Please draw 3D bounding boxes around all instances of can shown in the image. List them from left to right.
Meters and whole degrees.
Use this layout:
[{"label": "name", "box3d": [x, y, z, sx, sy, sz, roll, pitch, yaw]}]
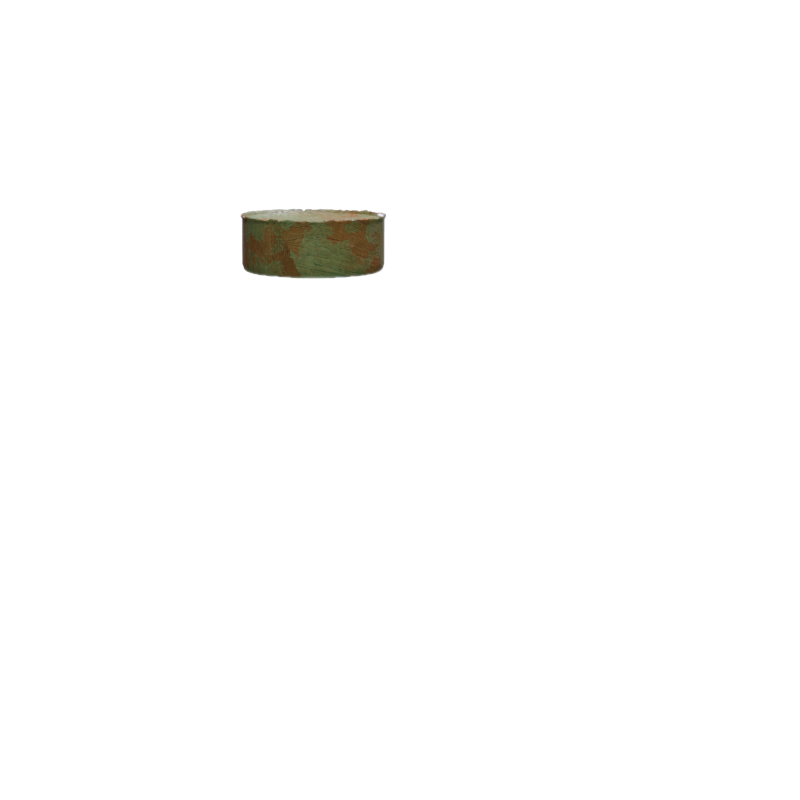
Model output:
[{"label": "can", "box3d": [-0.051, -0.094, 0.657, 0.086, 0.033, 0.088, 0, 13, -2]}]
